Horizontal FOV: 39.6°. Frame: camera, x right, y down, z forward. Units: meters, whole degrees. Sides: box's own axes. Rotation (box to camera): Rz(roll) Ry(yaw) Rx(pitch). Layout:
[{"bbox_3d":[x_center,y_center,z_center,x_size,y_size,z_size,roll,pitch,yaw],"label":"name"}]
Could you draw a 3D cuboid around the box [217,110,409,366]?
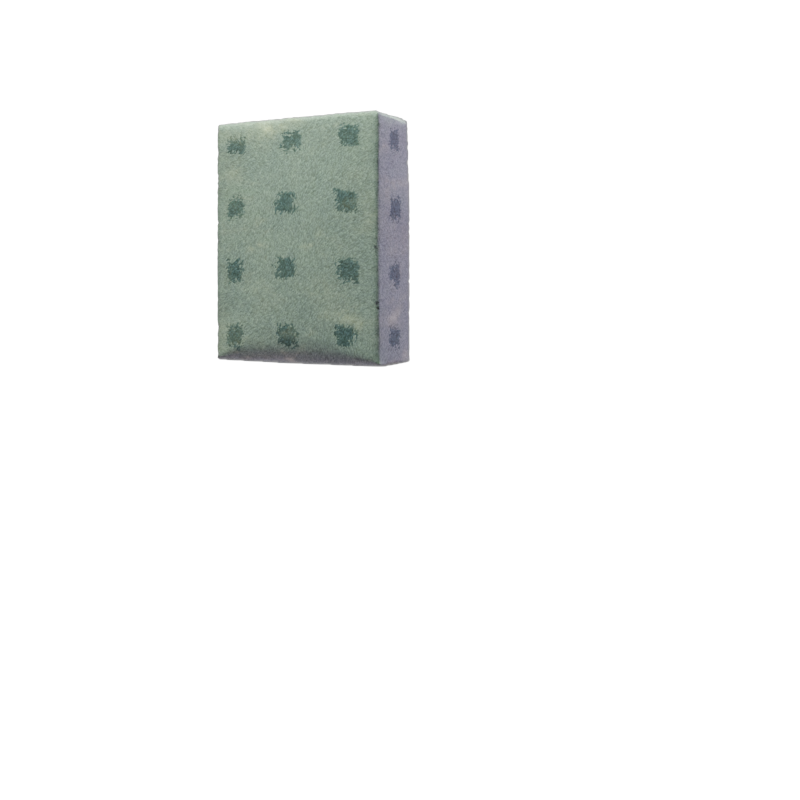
[{"bbox_3d":[-0.077,-0.140,0.981,0.169,0.215,0.069,0,-1,28],"label":"box"}]
